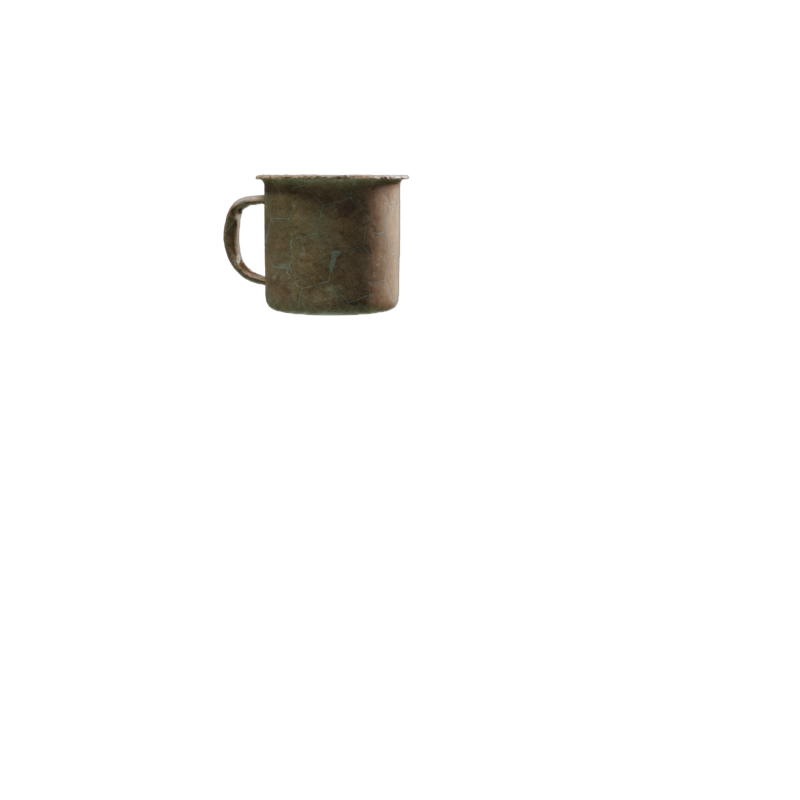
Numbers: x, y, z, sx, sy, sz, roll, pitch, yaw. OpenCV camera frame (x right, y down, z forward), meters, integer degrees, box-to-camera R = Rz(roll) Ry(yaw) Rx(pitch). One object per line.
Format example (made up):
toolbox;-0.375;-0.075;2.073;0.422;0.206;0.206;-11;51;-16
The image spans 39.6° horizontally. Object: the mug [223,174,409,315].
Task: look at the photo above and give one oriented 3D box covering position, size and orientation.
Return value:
mug;-0.053;-0.096;0.675;0.120;0.080;0.093;3;8;15
